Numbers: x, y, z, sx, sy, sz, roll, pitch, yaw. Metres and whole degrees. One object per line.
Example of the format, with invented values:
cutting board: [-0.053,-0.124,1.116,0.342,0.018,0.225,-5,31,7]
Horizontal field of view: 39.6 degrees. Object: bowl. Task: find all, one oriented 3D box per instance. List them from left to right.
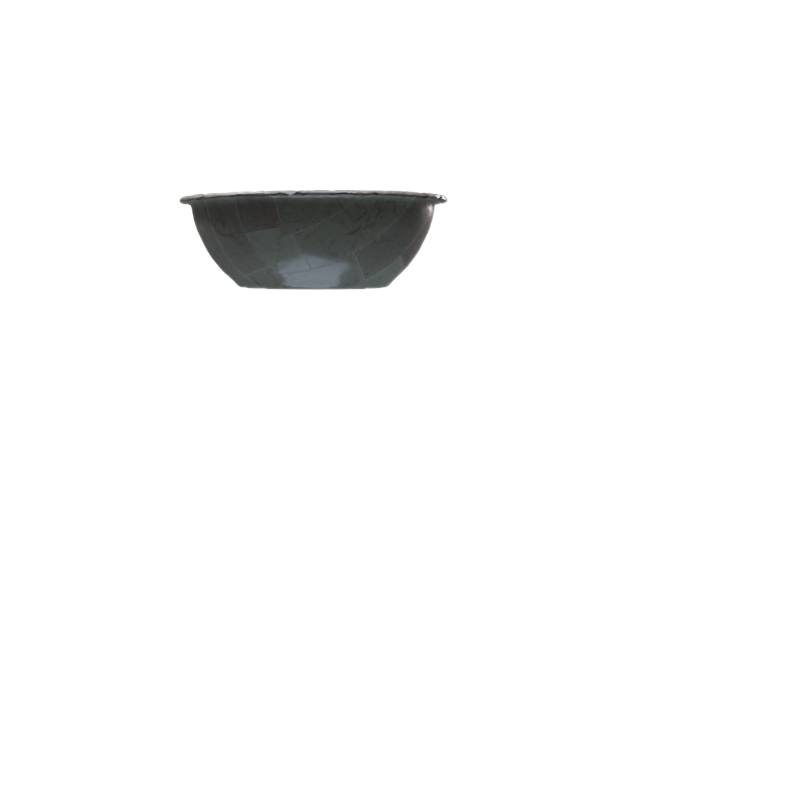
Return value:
bowl: [-0.053,-0.096,0.672,0.162,0.055,0.164,0,7,-2]
